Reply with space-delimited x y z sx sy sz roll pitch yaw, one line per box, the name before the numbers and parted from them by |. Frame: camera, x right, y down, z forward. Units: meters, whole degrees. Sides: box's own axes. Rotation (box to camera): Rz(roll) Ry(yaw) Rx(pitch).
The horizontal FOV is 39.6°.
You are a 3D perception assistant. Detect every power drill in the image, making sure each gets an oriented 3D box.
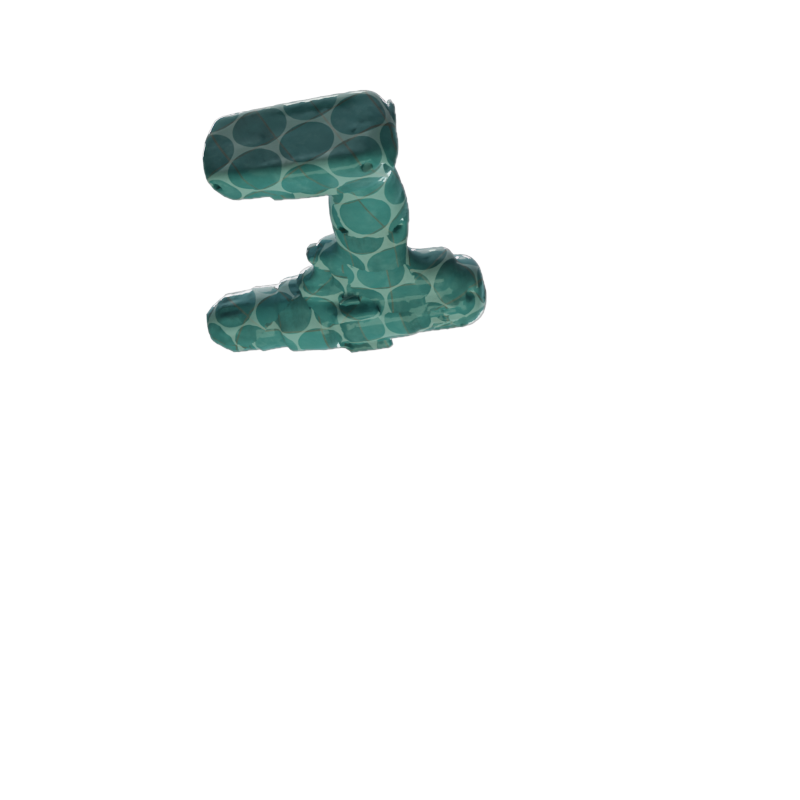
power drill | -0.052 -0.095 0.666 0.186 0.061 0.173 -8 -34 12
